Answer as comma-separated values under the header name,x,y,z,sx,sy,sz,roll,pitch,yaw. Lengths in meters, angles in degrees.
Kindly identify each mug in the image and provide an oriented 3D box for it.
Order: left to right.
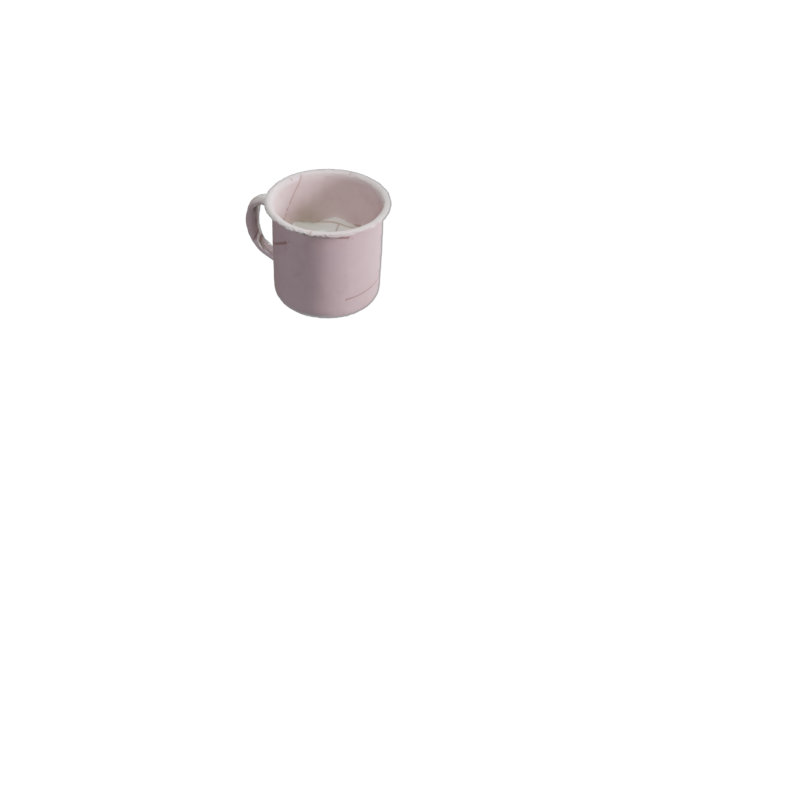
name,x,y,z,sx,sy,sz,roll,pitch,yaw
mug,-0.065,-0.119,0.835,0.122,0.076,0.096,18,41,20
